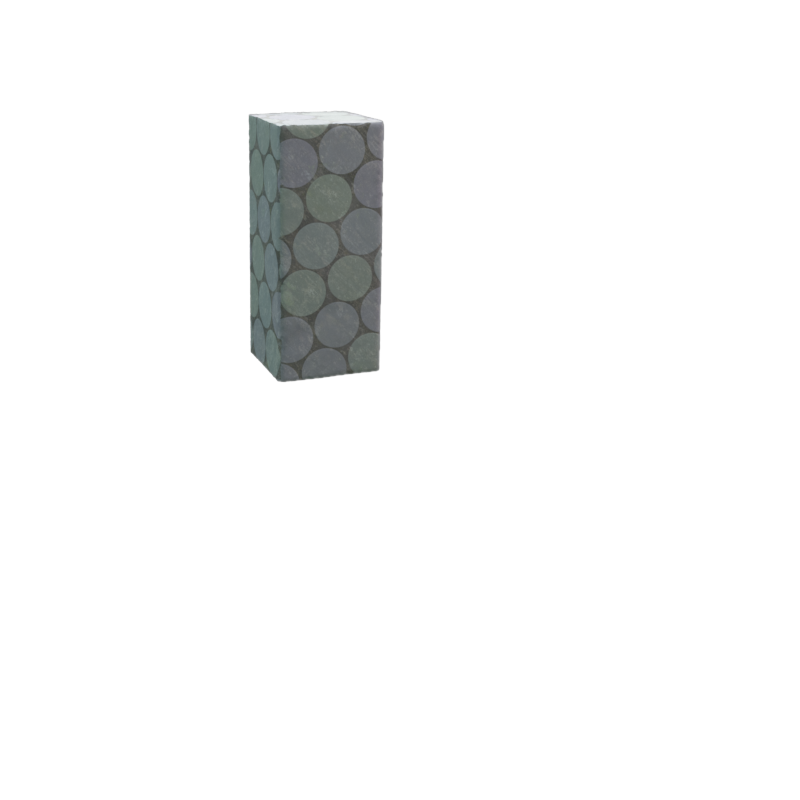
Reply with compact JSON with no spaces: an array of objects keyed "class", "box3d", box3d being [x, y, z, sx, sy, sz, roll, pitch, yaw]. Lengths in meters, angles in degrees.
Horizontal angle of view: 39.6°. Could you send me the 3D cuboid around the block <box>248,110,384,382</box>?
[{"class":"block","box3d":[-0.071,-0.131,0.915,0.088,0.200,0.096,-4,14,-21]}]
